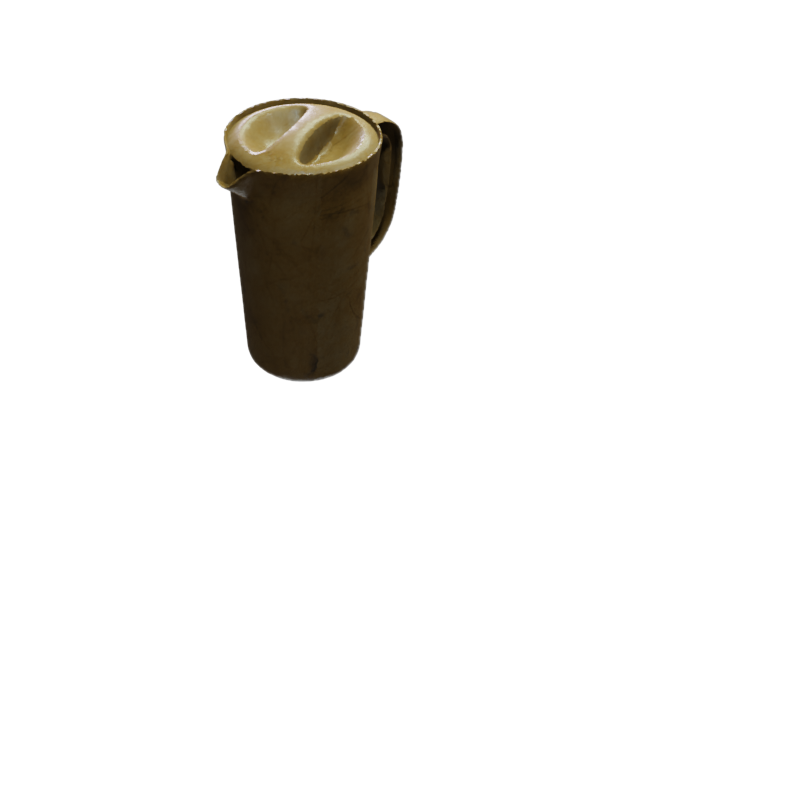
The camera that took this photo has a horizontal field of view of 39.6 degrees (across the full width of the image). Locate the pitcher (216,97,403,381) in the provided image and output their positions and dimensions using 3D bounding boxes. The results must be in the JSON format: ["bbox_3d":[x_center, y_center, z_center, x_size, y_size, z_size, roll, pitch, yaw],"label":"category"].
[{"bbox_3d":[-0.078,-0.142,0.998,0.150,0.227,0.154,4,39,2],"label":"pitcher"}]
